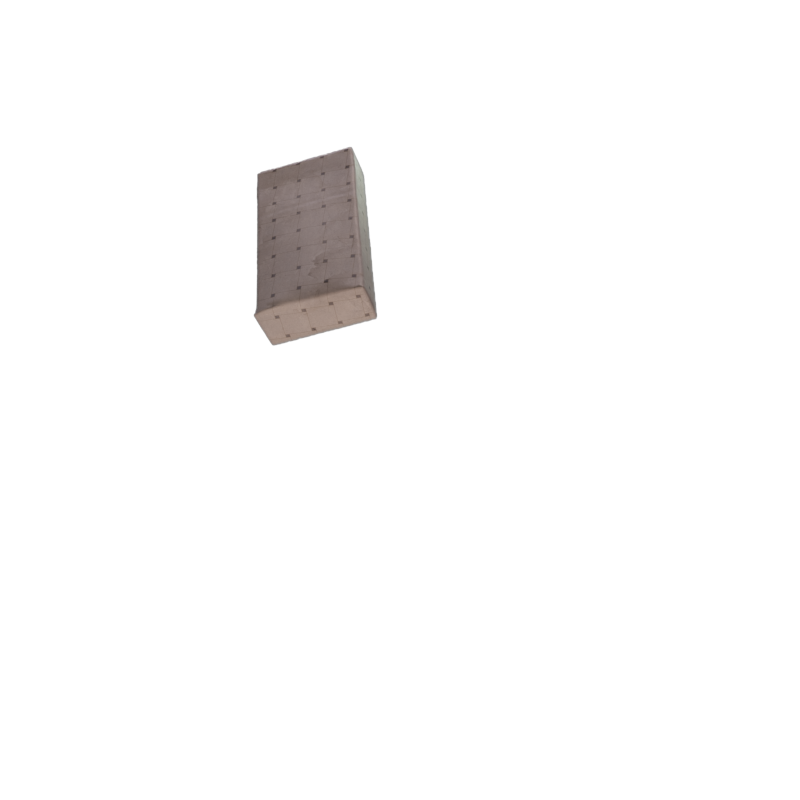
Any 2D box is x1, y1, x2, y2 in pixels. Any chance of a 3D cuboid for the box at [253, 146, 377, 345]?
[{"bbox_3d":[-0.073,-0.133,0.935,0.094,0.189,0.044,-14,-45,11],"label":"box"}]
